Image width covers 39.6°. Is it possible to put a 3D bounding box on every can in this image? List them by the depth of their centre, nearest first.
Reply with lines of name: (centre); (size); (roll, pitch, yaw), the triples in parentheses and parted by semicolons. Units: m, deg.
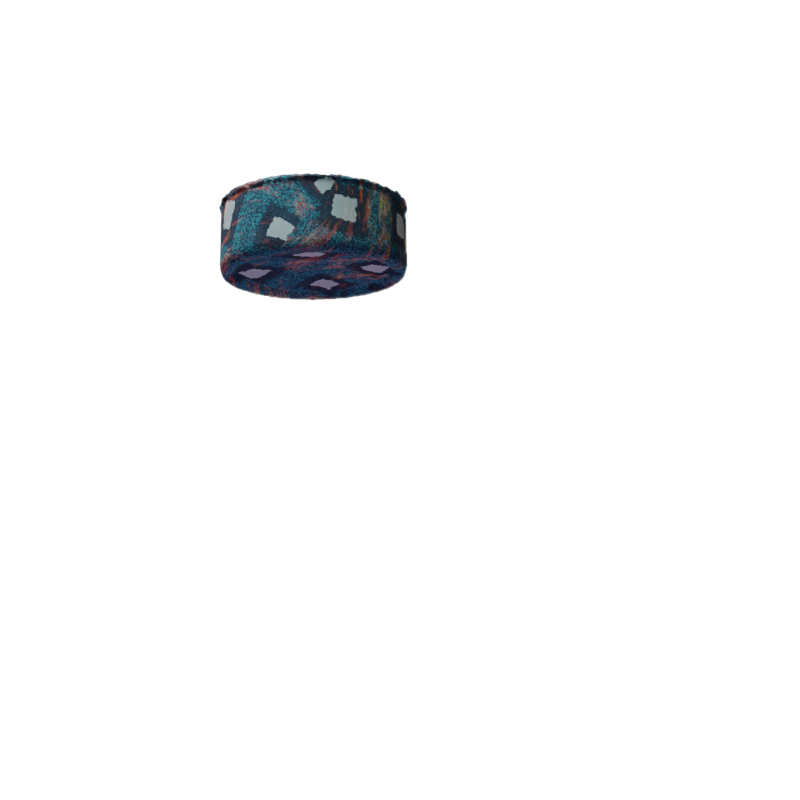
can: (-0.039, -0.072, 0.503); (0.086, 0.035, 0.083); (0, -11, -2)
